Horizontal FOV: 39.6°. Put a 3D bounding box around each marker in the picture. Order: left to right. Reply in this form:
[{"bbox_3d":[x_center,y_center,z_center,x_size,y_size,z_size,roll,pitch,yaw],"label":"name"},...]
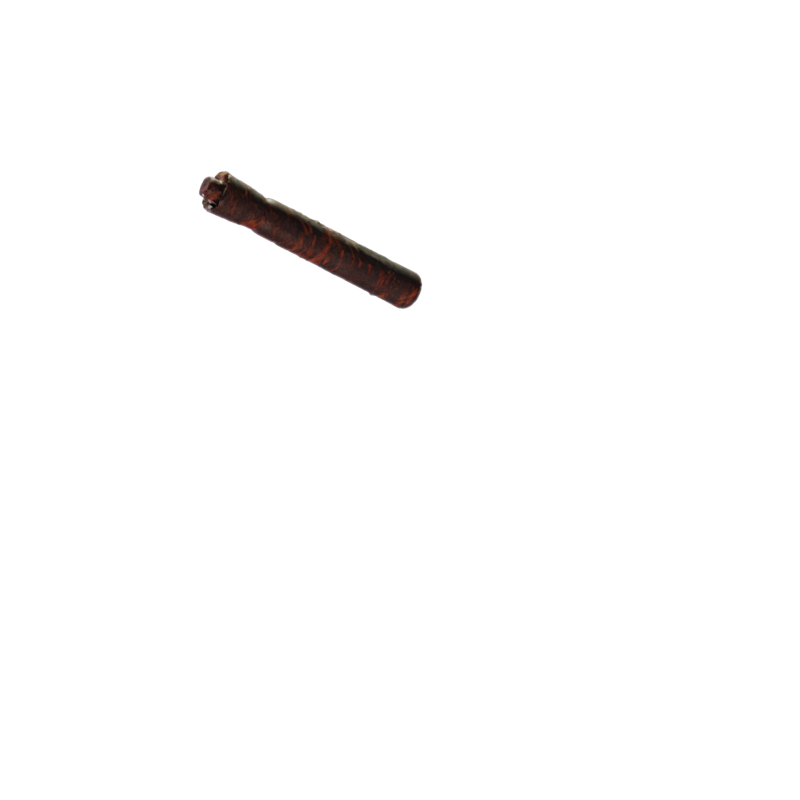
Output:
[{"bbox_3d":[-0.039,-0.071,0.494,0.114,0.020,0.021,24,-11,-35],"label":"marker"}]
